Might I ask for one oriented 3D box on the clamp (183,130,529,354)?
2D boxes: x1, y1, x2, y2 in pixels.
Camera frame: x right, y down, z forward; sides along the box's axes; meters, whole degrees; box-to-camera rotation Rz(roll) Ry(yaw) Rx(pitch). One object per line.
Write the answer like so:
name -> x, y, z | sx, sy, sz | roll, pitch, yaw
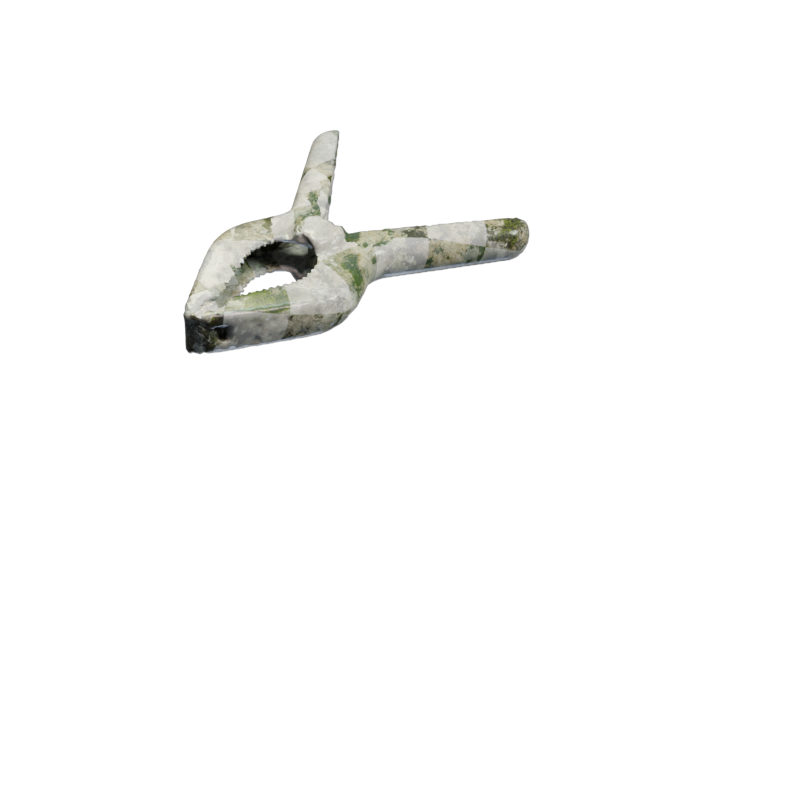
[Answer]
clamp -> -0.051, -0.093, 0.653 | 0.210, 0.034, 0.176 | -31, 49, -31
